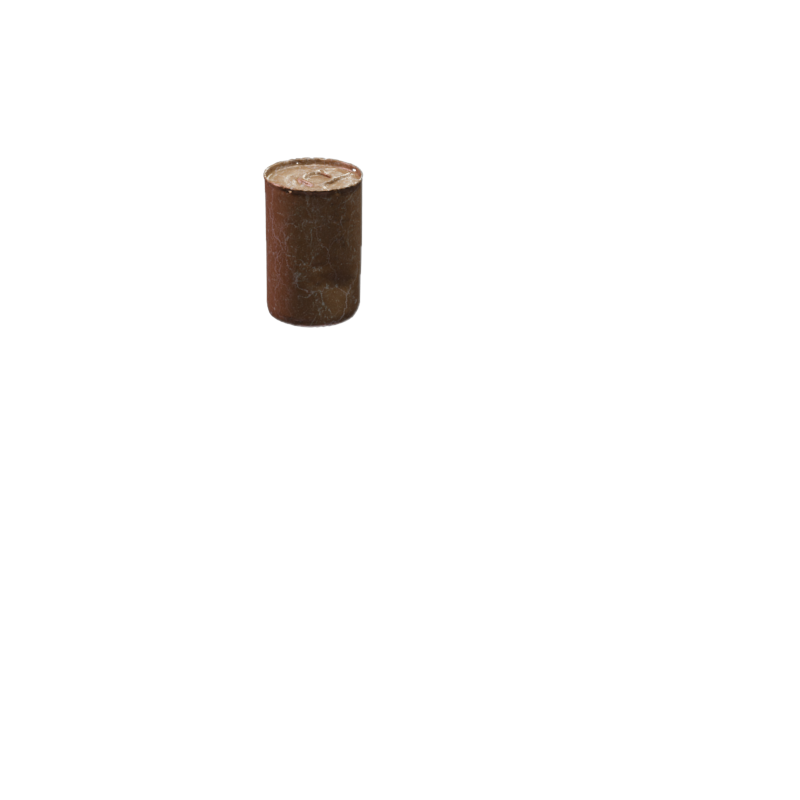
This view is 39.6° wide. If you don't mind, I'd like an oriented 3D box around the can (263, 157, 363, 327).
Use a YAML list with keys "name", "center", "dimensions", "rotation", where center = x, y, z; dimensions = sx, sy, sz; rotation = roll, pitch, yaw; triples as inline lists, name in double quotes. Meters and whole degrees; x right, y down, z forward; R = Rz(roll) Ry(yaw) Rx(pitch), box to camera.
- name: "can"
  center: [-0.060, -0.110, 0.772]
  dimensions: [0.068, 0.097, 0.072]
  rotation: [0, 26, -2]
